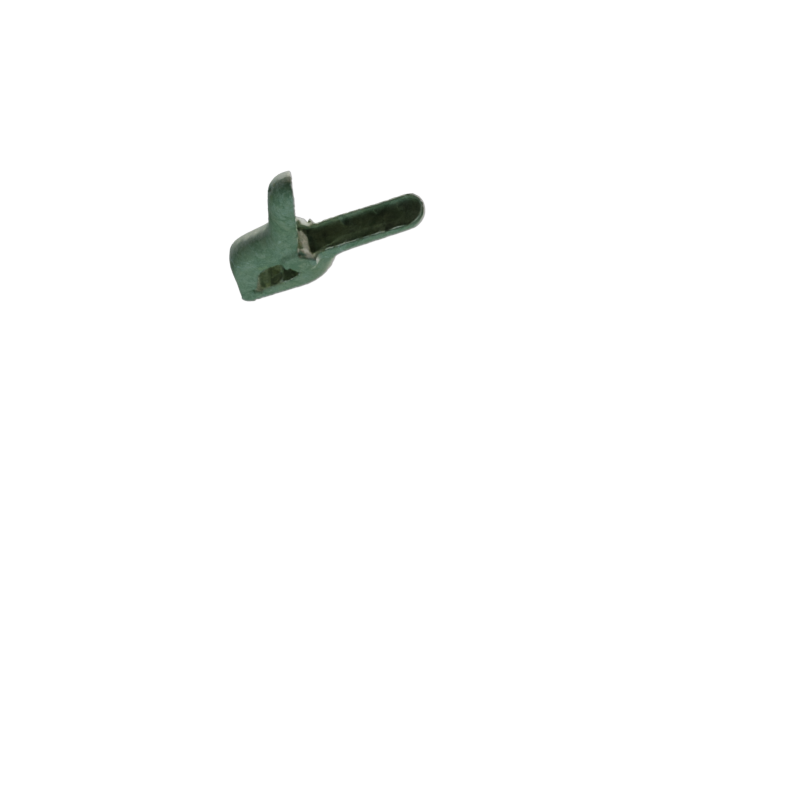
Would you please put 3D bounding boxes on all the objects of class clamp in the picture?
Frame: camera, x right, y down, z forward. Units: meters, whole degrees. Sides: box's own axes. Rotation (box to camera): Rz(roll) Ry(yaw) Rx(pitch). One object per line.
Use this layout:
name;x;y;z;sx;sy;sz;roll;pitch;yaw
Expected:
clamp;-0.063;-0.115;0.809;0.116;0.041;0.169;8;-20;-24
